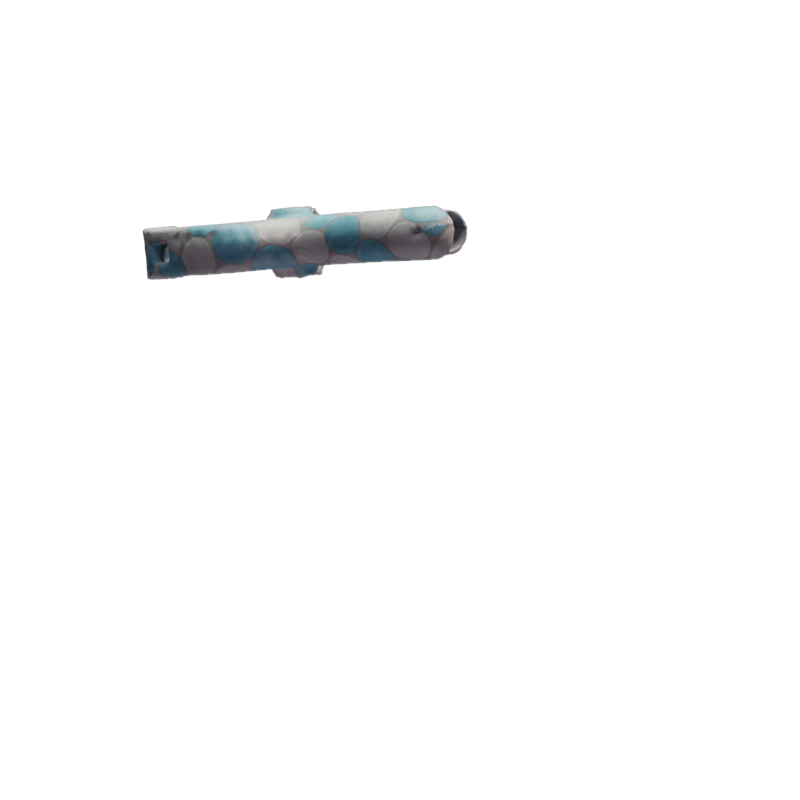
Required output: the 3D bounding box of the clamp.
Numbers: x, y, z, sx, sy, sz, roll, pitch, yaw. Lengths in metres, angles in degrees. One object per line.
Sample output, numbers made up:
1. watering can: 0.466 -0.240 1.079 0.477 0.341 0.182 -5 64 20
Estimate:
1. clamp: -0.045 -0.082 0.577 0.175 0.039 0.117 1 3 18
